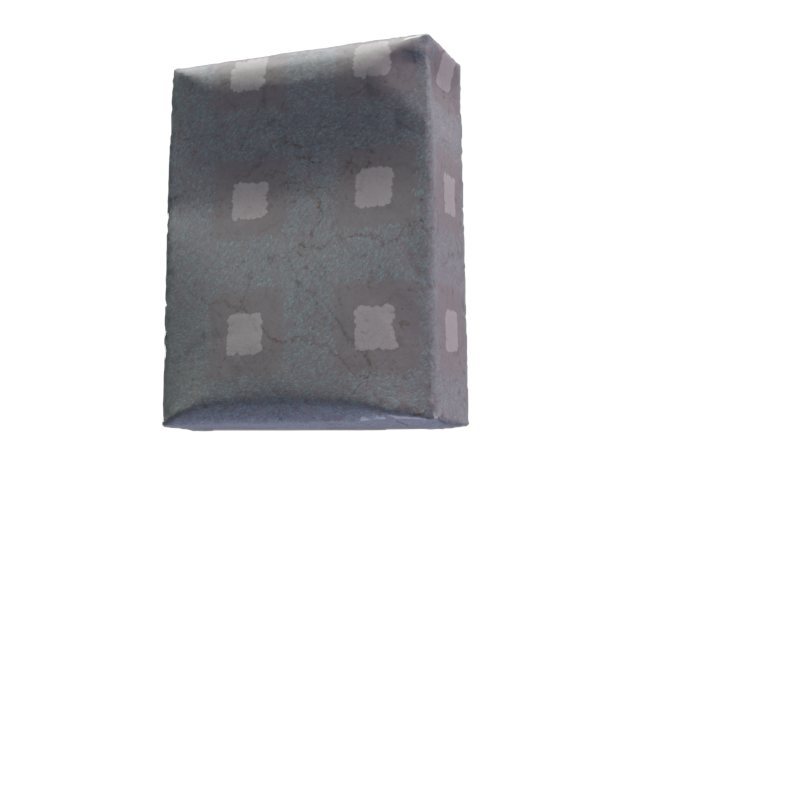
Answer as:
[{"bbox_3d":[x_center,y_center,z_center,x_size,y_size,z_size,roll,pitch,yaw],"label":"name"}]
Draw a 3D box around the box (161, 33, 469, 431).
[{"bbox_3d":[-0.050,-0.091,0.637,0.168,0.219,0.069,-3,-9,21],"label":"box"}]
